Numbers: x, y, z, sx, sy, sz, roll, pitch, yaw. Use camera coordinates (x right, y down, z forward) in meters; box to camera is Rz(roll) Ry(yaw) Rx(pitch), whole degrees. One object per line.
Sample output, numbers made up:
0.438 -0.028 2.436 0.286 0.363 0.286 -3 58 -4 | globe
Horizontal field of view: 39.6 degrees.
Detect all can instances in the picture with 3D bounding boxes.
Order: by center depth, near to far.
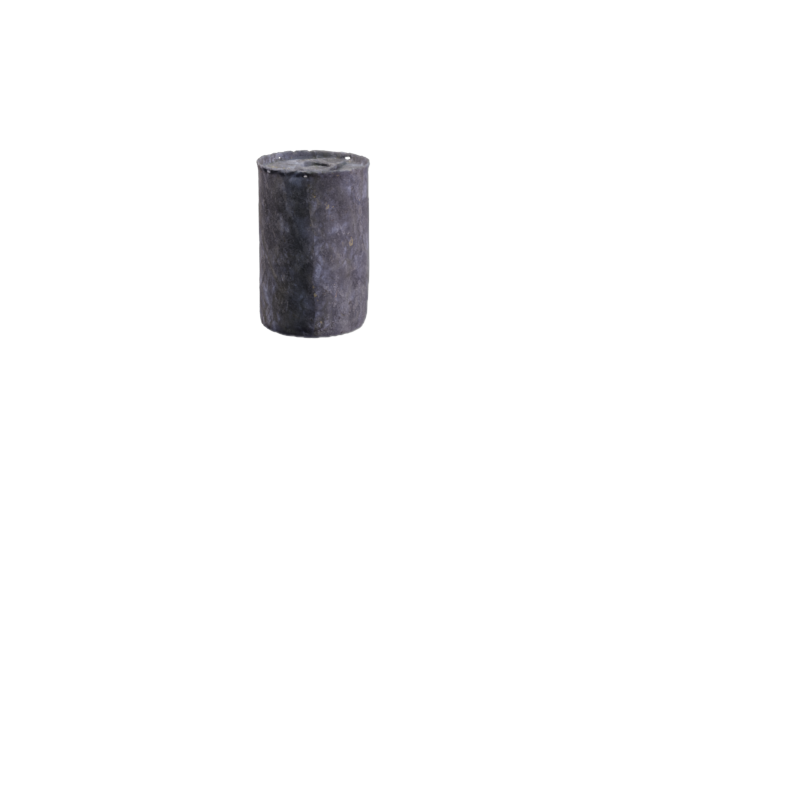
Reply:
-0.053 -0.097 0.676 0.068 0.098 0.071 0 18 -2 | can
